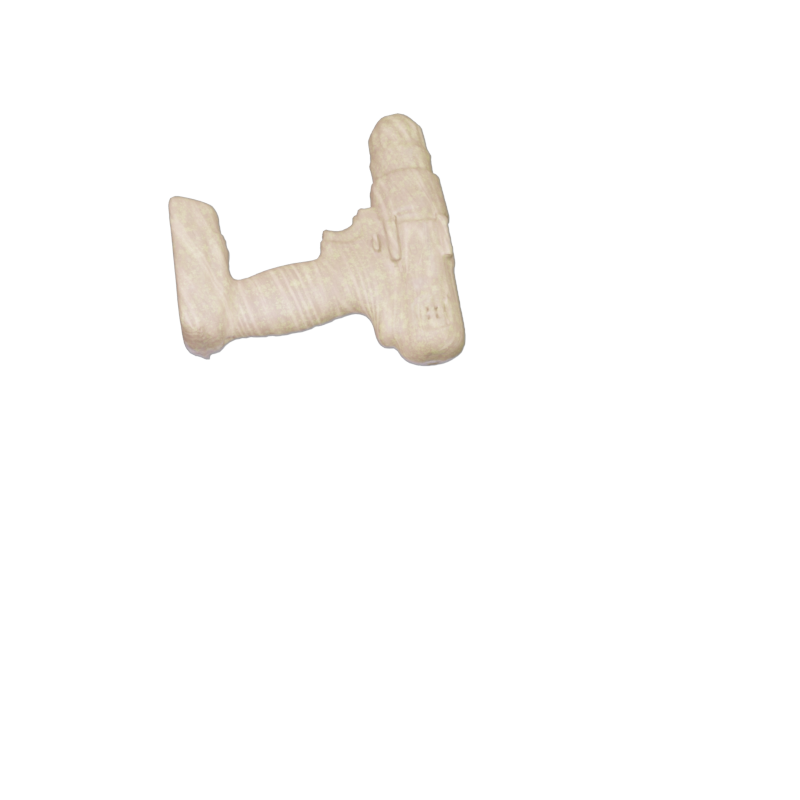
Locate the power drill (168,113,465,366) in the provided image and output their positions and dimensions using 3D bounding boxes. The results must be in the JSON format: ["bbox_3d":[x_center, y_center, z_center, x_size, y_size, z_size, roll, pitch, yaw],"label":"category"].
[{"bbox_3d":[-0.058,-0.106,0.740,0.187,0.196,0.054,-7,-26,-4],"label":"power drill"}]
